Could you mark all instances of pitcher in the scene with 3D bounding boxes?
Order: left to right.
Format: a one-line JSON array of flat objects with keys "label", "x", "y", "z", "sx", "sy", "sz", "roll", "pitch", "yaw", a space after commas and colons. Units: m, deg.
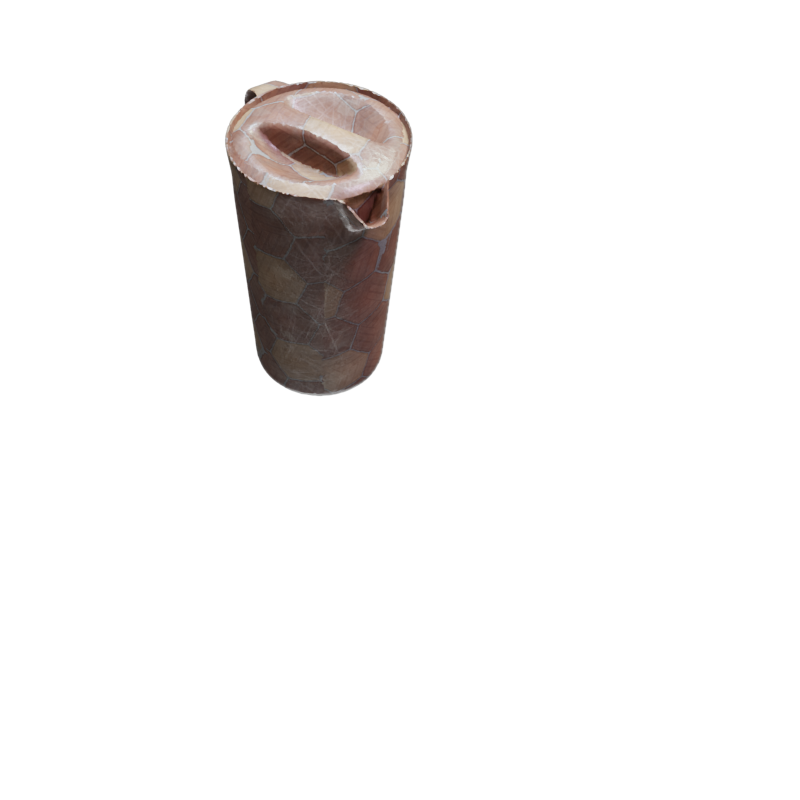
[{"label": "pitcher", "x": -0.068, "y": -0.124, "z": 0.871, "sx": 0.147, "sy": 0.157, "sz": 0.226, "roll": 12, "pitch": -41, "yaw": 7}]
